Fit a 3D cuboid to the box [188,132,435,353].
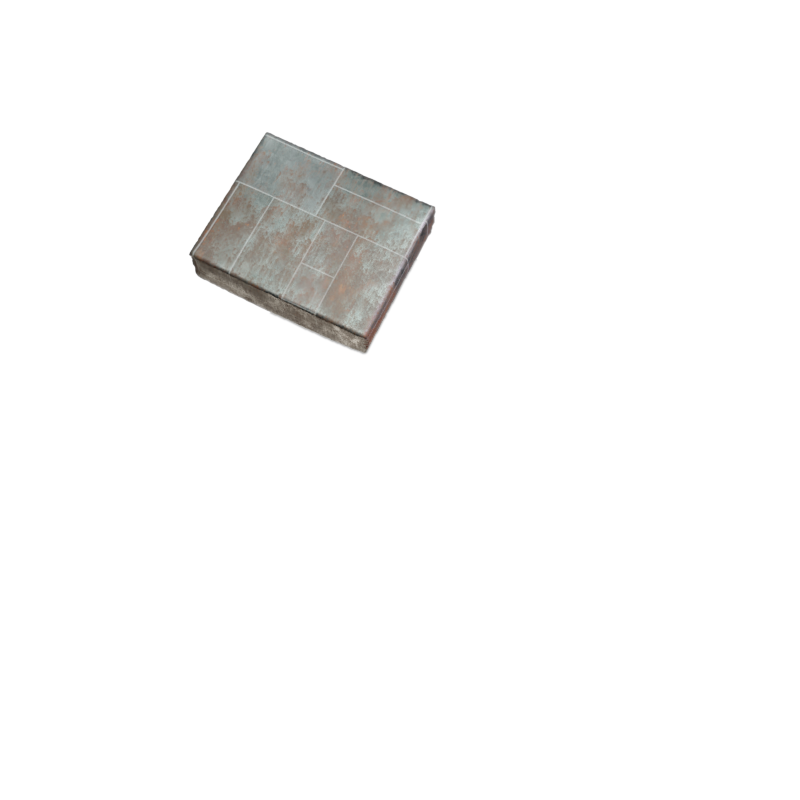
[{"bbox_3d":[-0.050,-0.090,0.632,0.116,0.092,0.037,26,-20,10],"label":"box"}]
